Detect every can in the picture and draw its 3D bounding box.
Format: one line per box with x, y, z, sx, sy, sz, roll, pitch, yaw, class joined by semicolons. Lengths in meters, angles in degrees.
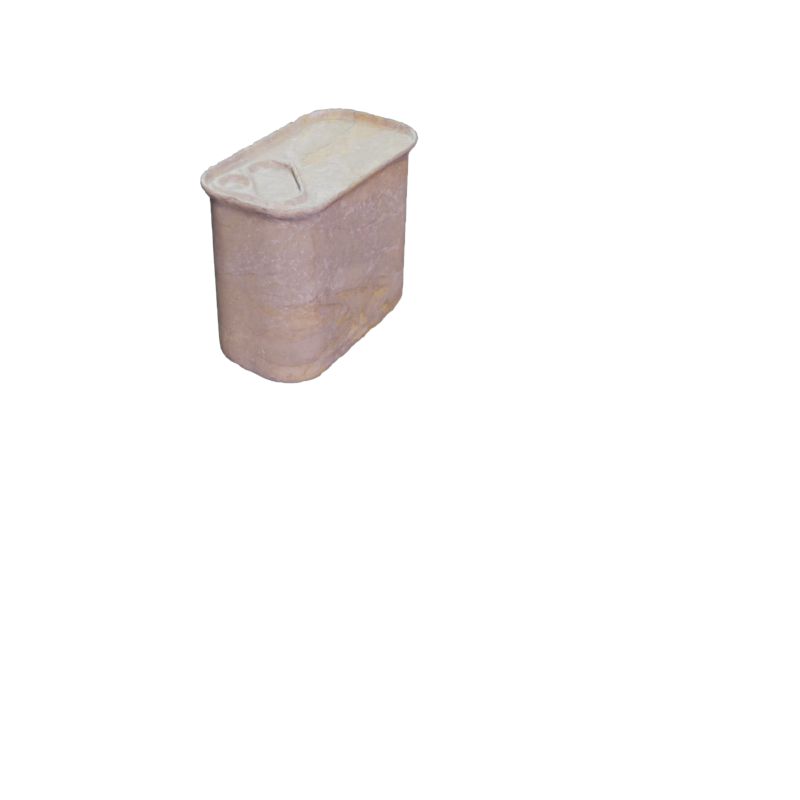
-0.038;-0.068;0.480;0.060;0.079;0.103;19;37;25;can
